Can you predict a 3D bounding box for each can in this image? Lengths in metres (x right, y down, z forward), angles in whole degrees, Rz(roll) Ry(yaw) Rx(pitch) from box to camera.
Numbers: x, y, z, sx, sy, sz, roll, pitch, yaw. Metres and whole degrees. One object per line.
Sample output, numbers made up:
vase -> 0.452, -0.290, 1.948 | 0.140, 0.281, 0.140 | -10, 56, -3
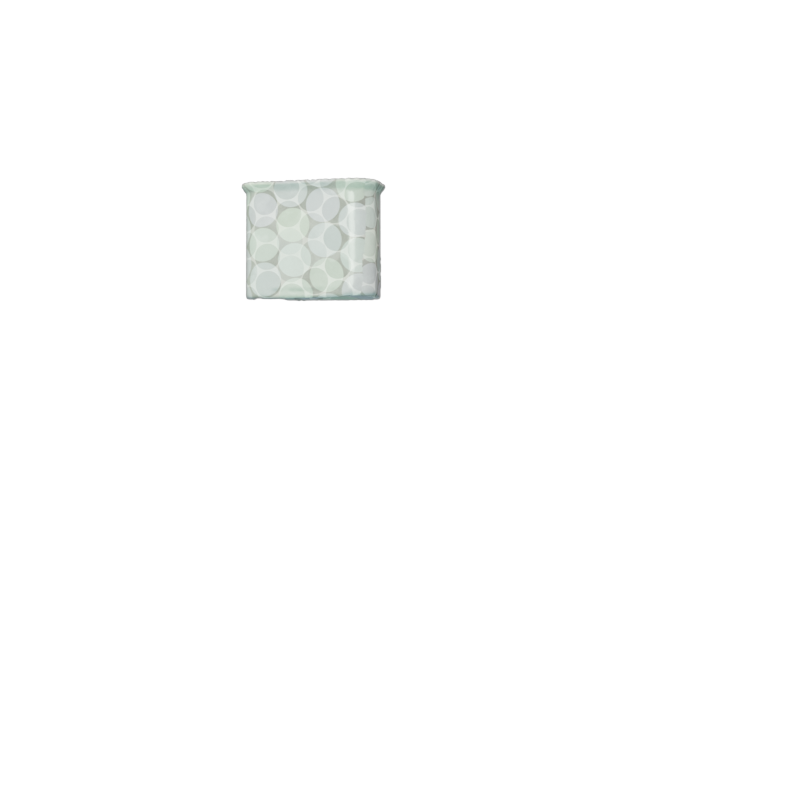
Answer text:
can -> -0.063, -0.115, 0.804 | 0.104, 0.085, 0.056 | 0, -3, 14
